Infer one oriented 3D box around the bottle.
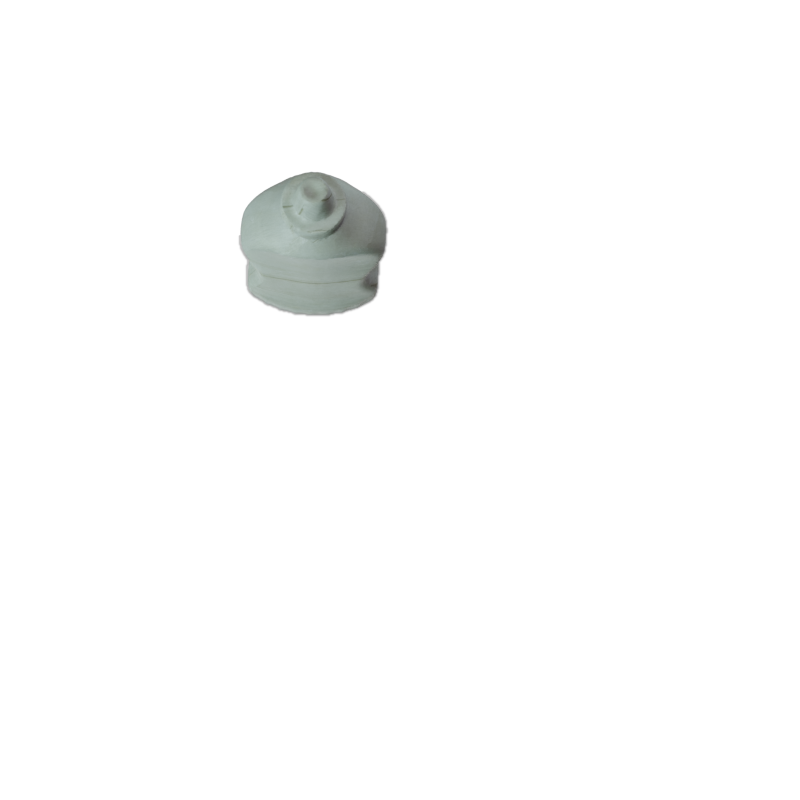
[{"bbox_3d":[-0.058,-0.107,0.744,0.096,0.060,0.186,5,-11,-3],"label":"bottle"}]
